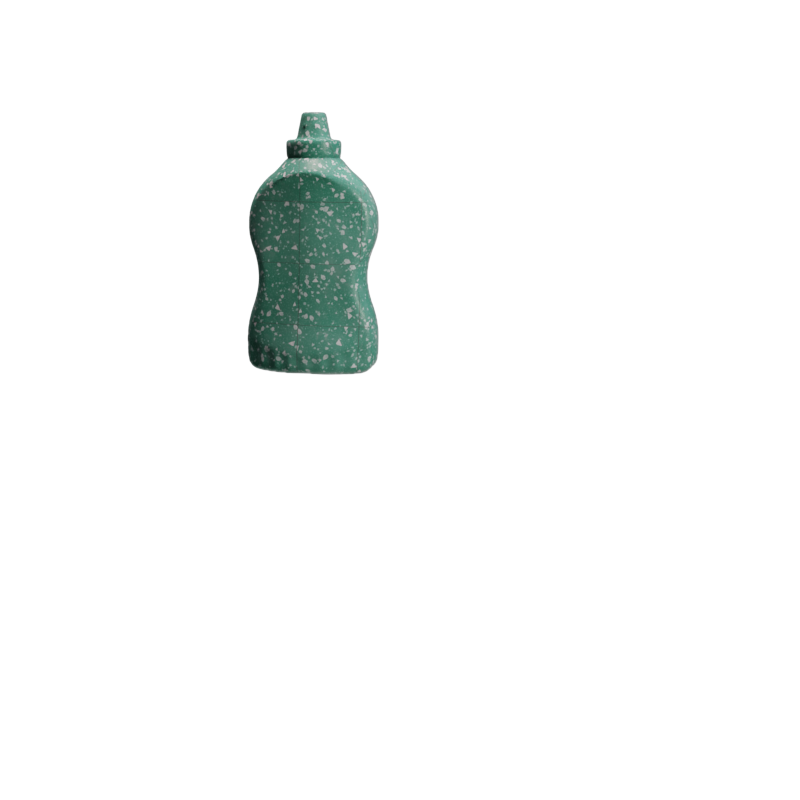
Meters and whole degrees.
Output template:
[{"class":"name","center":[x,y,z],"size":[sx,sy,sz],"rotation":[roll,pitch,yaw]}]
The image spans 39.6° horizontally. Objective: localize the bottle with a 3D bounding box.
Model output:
[{"class":"bottle","center":[-0.065,-0.118,0.827],"size":[0.098,0.190,0.058],"rotation":[2,5,14]}]
